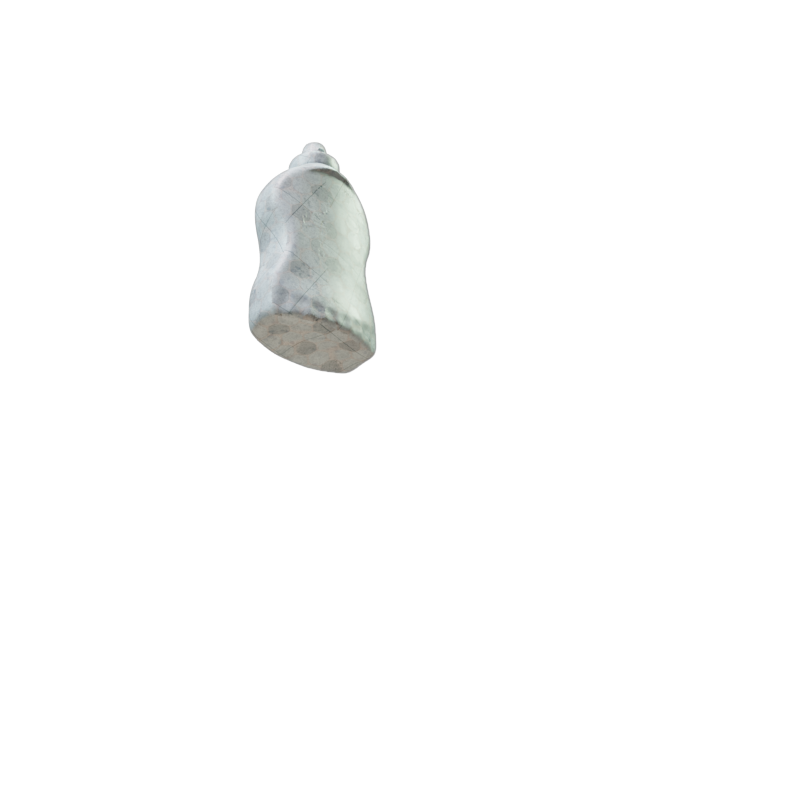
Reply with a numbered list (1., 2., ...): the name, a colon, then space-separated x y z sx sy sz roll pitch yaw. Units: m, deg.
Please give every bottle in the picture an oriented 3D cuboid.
1. bottle: -0.065 -0.120 0.839 0.091 0.205 0.057 22 -43 -30
